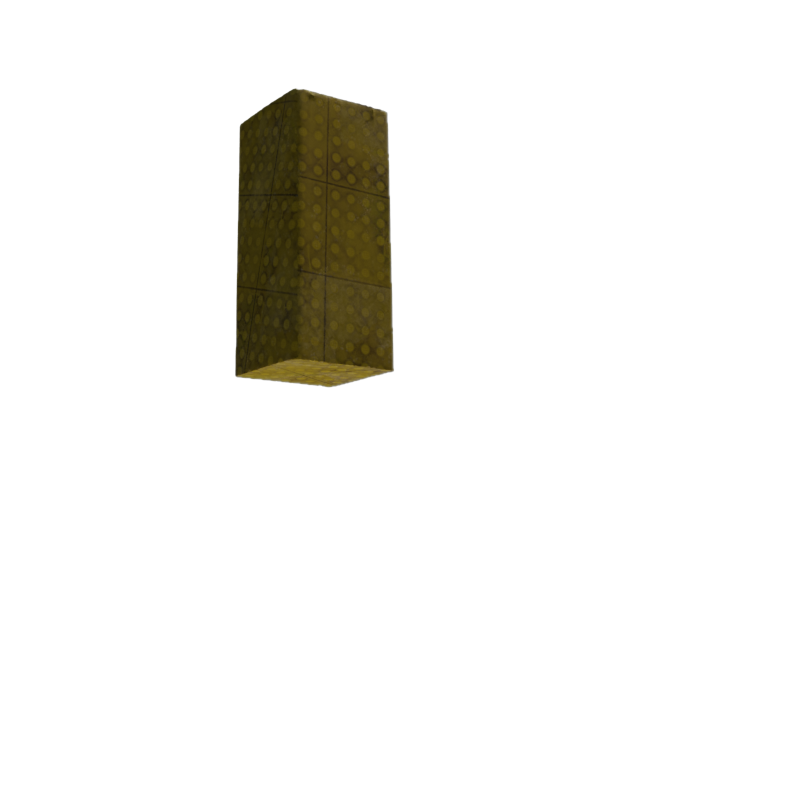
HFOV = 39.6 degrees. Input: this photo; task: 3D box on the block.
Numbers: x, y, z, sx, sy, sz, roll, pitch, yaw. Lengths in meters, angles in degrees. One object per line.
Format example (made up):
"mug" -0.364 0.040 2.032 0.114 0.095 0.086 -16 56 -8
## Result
"block" -0.067 -0.122 0.855 0.086 0.214 0.091 10 -18 -34
